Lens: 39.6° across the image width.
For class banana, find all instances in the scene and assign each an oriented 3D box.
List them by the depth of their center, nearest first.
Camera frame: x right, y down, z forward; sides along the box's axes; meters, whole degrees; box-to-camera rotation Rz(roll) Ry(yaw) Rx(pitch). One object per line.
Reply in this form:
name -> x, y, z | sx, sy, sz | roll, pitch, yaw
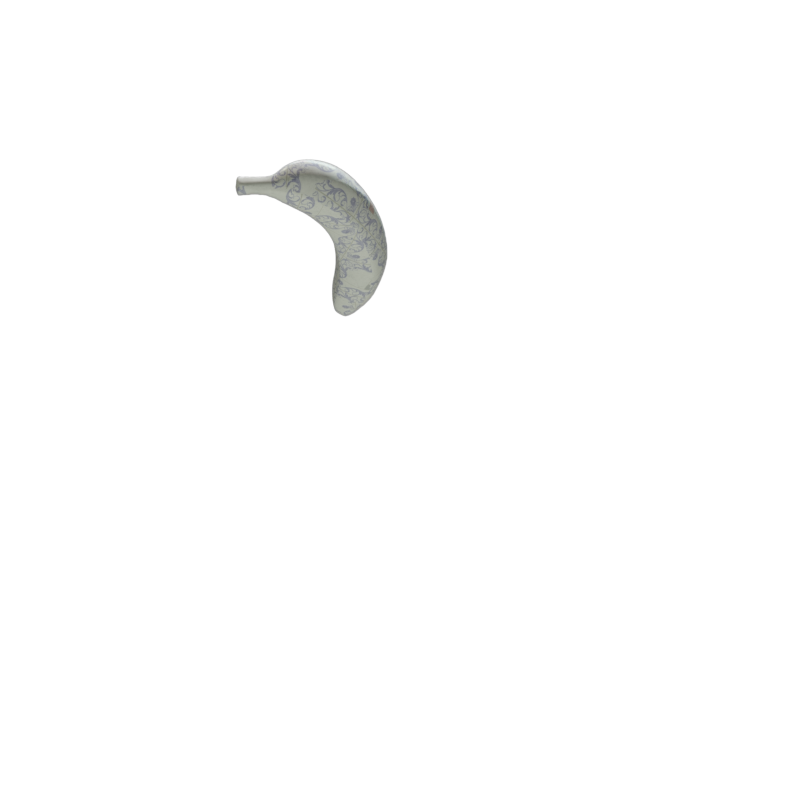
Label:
banana -> -0.045, -0.116, 0.772 | 0.070, 0.039, 0.183 | -9, -27, 17
